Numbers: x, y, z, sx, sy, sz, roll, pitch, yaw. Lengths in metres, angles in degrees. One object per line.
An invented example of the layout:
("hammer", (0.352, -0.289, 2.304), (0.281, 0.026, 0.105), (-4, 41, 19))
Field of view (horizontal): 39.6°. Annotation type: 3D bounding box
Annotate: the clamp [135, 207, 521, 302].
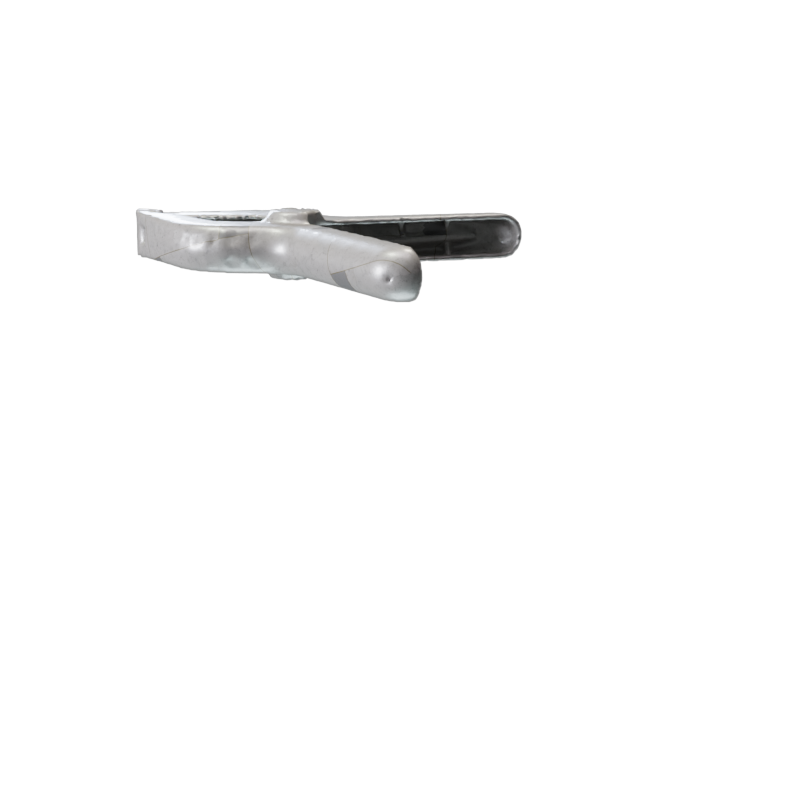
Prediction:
("clamp", (-0.047, -0.085, 0.597), (0.219, 0.035, 0.162), (9, 17, 31))
